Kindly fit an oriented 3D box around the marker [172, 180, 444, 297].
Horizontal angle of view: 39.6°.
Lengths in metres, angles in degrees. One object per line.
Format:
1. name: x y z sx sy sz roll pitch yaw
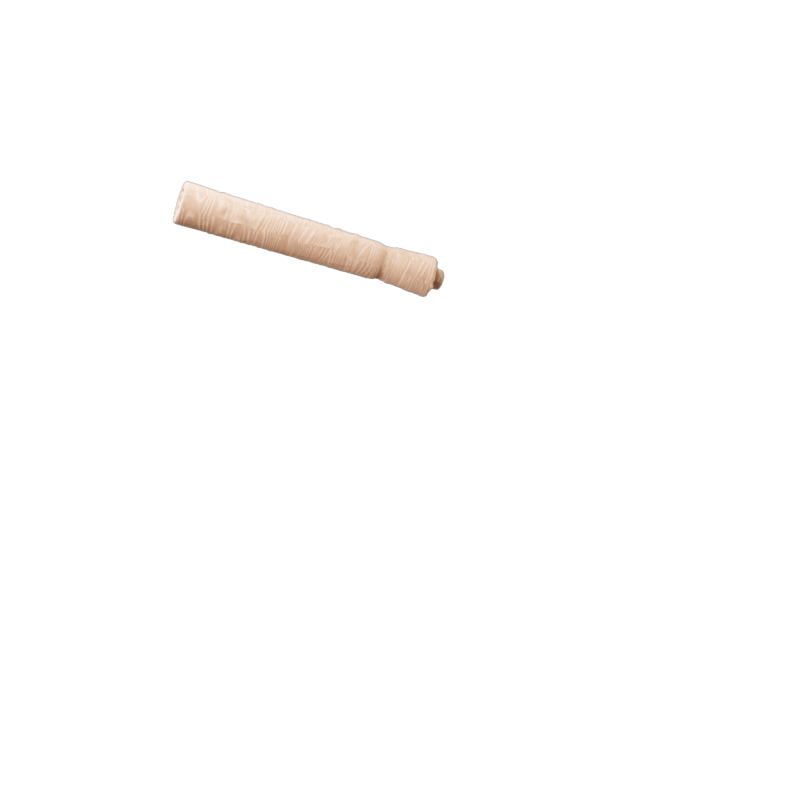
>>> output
1. marker: -0.037 -0.068 0.478 0.118 0.020 0.020 15 0 -13
